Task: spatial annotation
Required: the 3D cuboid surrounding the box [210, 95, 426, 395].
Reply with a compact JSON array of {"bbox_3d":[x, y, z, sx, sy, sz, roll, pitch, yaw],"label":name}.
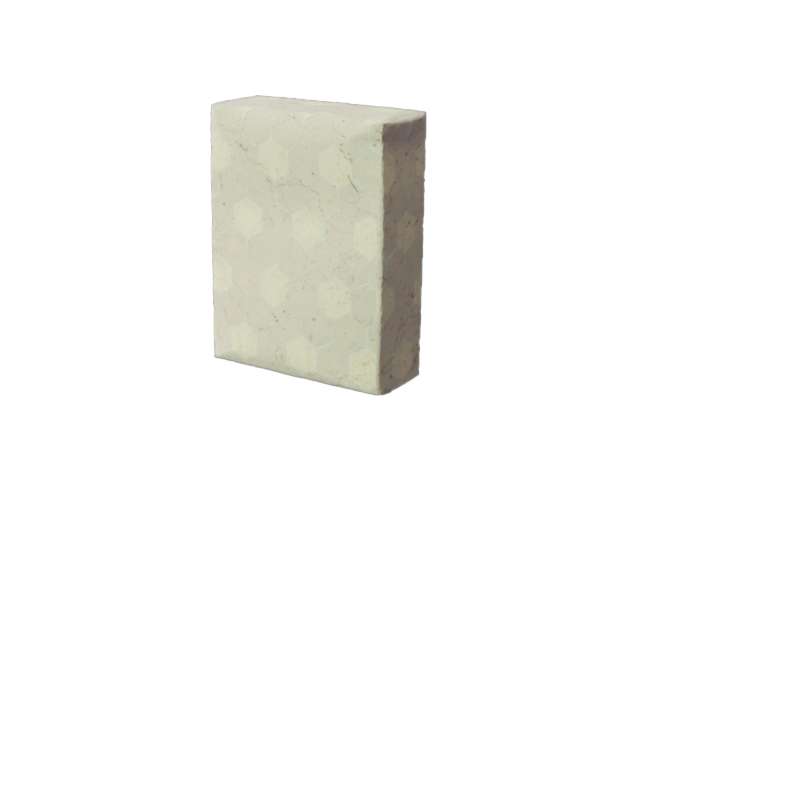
[{"bbox_3d":[-0.068,-0.124,0.872,0.172,0.206,0.071,12,20,31],"label":"box"}]
